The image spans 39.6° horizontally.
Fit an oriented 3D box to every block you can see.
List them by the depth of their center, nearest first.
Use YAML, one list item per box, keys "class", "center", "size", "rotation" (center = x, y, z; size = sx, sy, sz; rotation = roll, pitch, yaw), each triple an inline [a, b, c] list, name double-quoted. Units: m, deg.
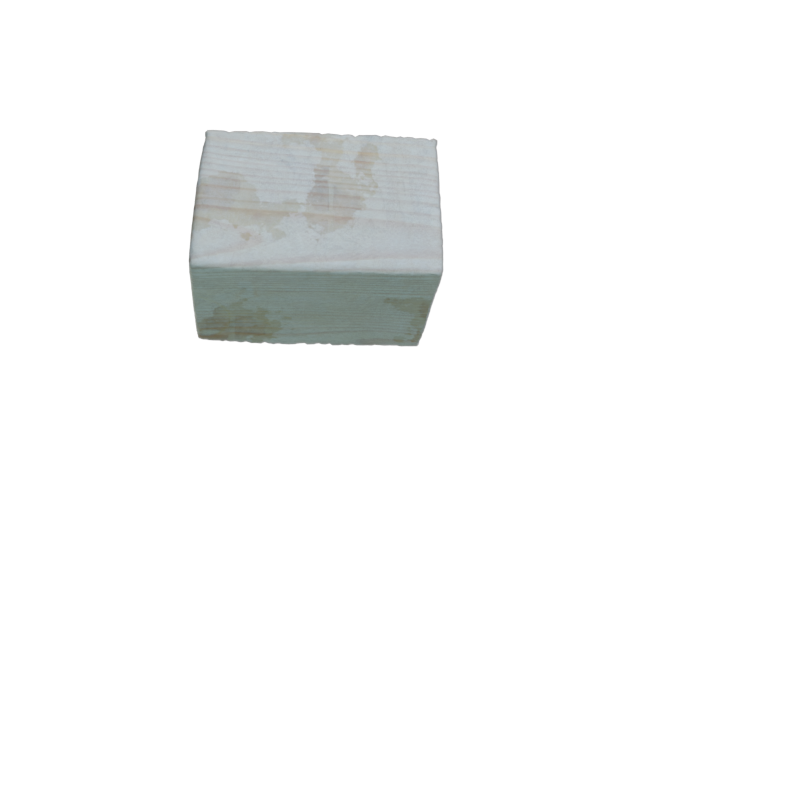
- class: "block"
  center: [-0.029, -0.052, 0.365]
  size: [0.077, 0.054, 0.050]
  rotation: [2, -28, -5]
